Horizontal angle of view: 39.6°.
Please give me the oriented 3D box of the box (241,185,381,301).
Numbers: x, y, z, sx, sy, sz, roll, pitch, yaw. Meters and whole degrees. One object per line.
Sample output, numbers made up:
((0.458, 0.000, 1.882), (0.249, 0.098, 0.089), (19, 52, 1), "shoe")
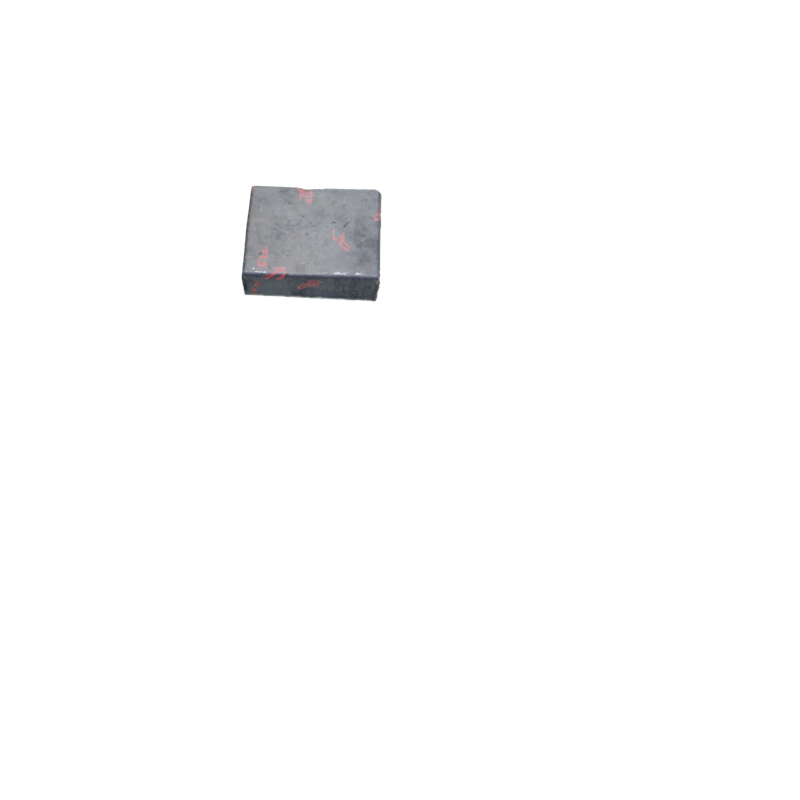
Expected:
((-0.057, -0.104, 0.732), (0.089, 0.078, 0.028), (2, -34, 1), "box")
